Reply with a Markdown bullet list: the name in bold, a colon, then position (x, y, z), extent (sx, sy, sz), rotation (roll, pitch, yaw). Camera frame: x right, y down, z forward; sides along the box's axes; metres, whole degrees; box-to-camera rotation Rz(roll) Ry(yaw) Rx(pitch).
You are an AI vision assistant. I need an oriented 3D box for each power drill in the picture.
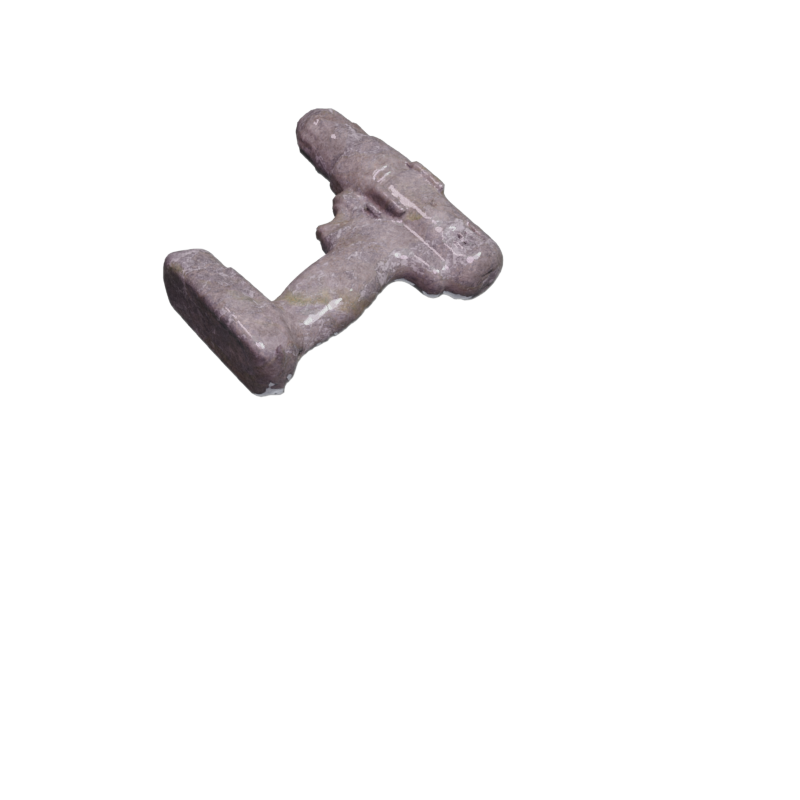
- **power drill**: position (-0.056, -0.102, 0.714), extent (0.188, 0.197, 0.053), rotation (-34, -30, -23)
